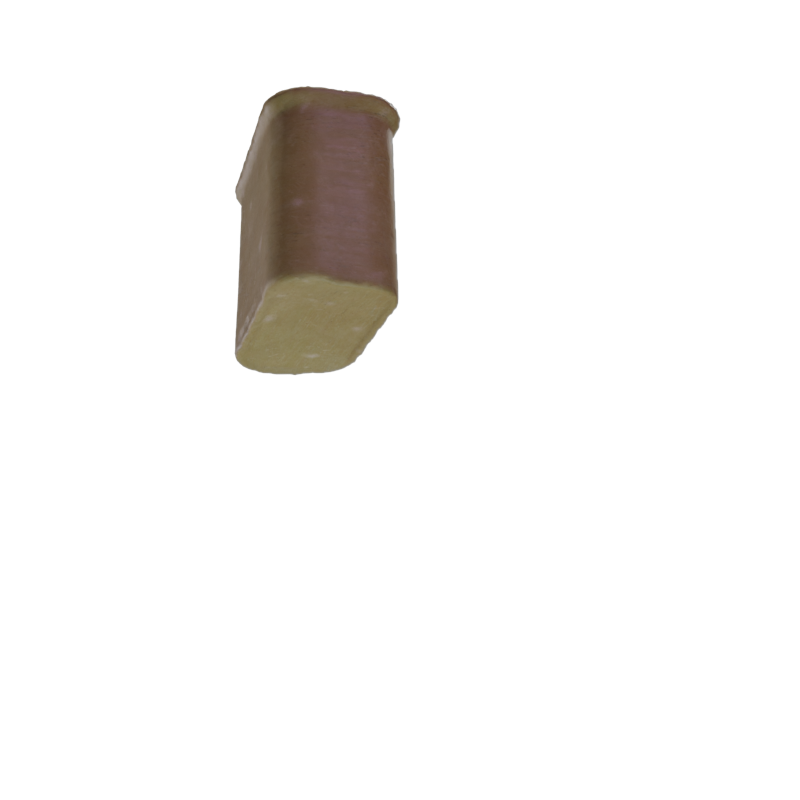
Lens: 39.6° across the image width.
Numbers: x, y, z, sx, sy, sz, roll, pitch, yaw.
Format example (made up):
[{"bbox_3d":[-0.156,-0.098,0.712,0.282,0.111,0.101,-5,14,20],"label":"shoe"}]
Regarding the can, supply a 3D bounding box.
[{"bbox_3d":[-0.036,-0.066,0.460,0.056,0.089,0.099,6,-24,-15],"label":"can"}]
